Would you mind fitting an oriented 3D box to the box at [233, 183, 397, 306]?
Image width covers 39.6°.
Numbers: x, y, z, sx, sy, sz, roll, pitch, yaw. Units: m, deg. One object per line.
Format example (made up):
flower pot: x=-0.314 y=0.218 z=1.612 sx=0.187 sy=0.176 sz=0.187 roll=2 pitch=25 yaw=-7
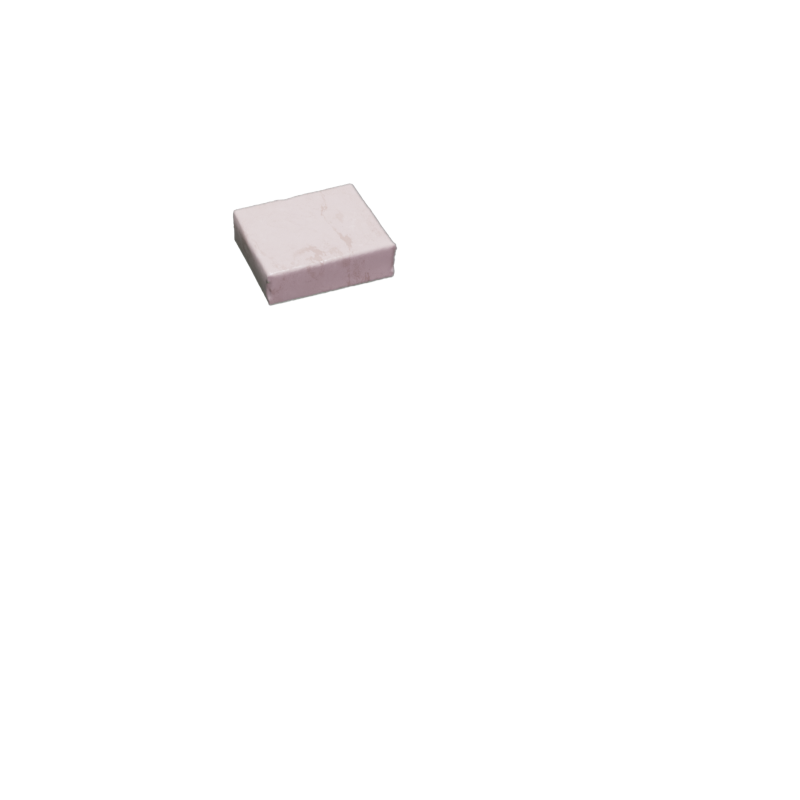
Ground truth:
box: x=-0.057 y=-0.104 z=0.726 sx=0.088 sy=0.028 sz=0.079 roll=-16 pitch=45 yaw=-16
